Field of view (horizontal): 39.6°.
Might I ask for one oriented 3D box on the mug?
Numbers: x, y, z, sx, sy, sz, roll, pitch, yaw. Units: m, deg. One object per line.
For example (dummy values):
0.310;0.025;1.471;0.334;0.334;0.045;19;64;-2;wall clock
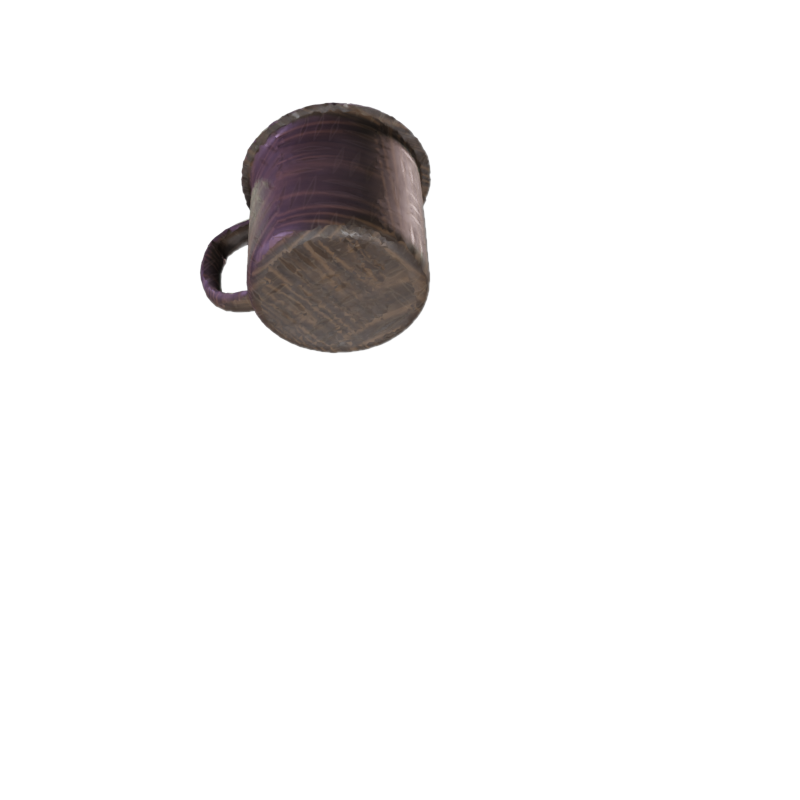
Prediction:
-0.040;-0.074;0.517;0.118;0.087;0.086;-16;-46;14;mug
